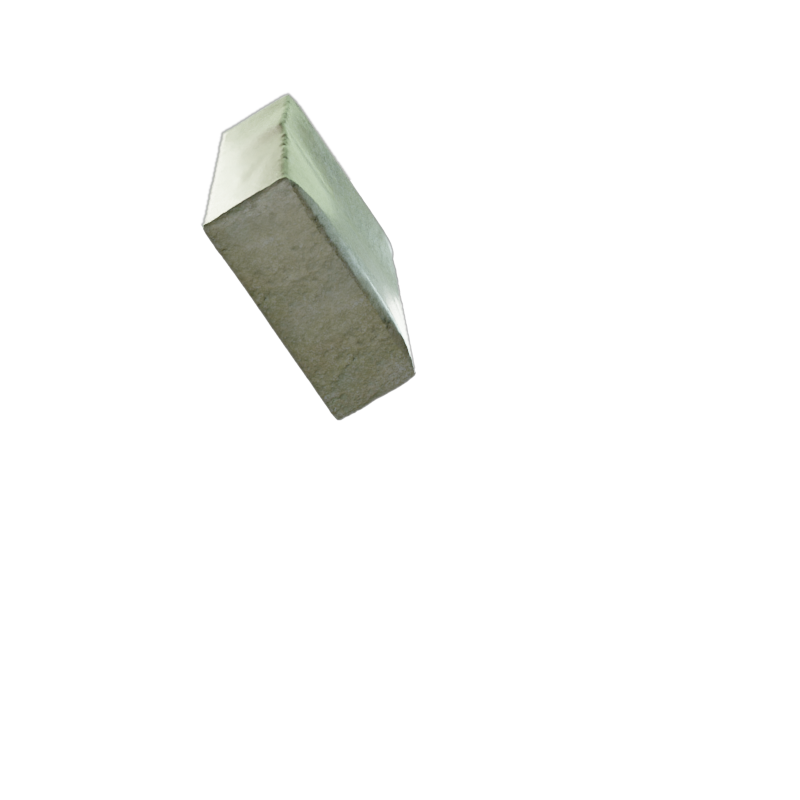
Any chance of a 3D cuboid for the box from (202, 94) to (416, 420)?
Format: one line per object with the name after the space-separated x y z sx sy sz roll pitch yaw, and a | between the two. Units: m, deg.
-0.062 -0.113 0.791 0.072 0.156 0.226 -30 24 11 | box
